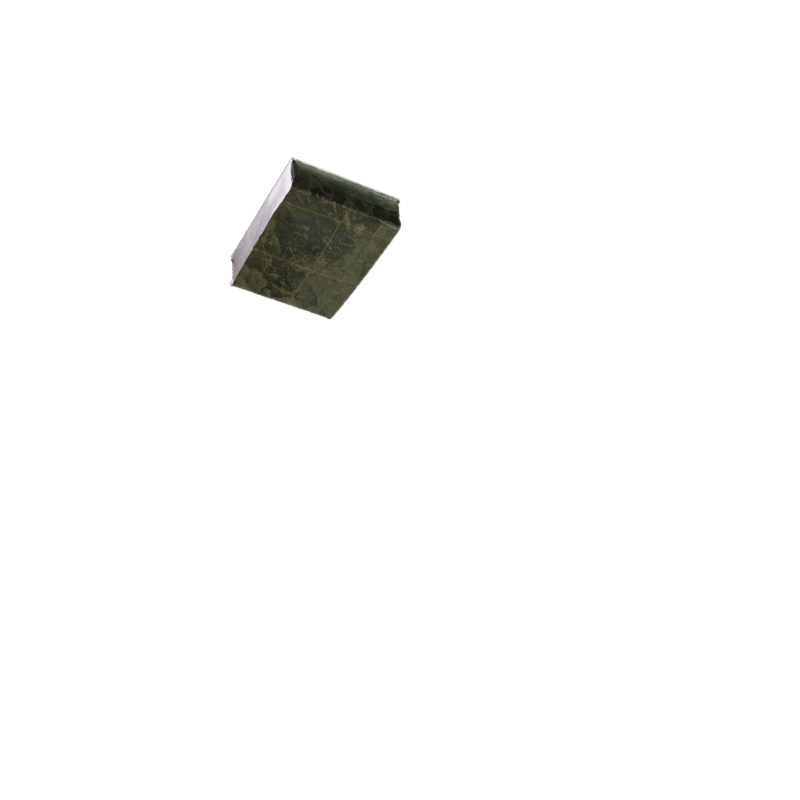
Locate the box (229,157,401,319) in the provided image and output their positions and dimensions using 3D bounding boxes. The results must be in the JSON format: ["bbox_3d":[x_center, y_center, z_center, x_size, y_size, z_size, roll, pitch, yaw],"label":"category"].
[{"bbox_3d":[-0.064,-0.118,0.824,0.087,0.042,0.110,21,-49,-20],"label":"box"}]
